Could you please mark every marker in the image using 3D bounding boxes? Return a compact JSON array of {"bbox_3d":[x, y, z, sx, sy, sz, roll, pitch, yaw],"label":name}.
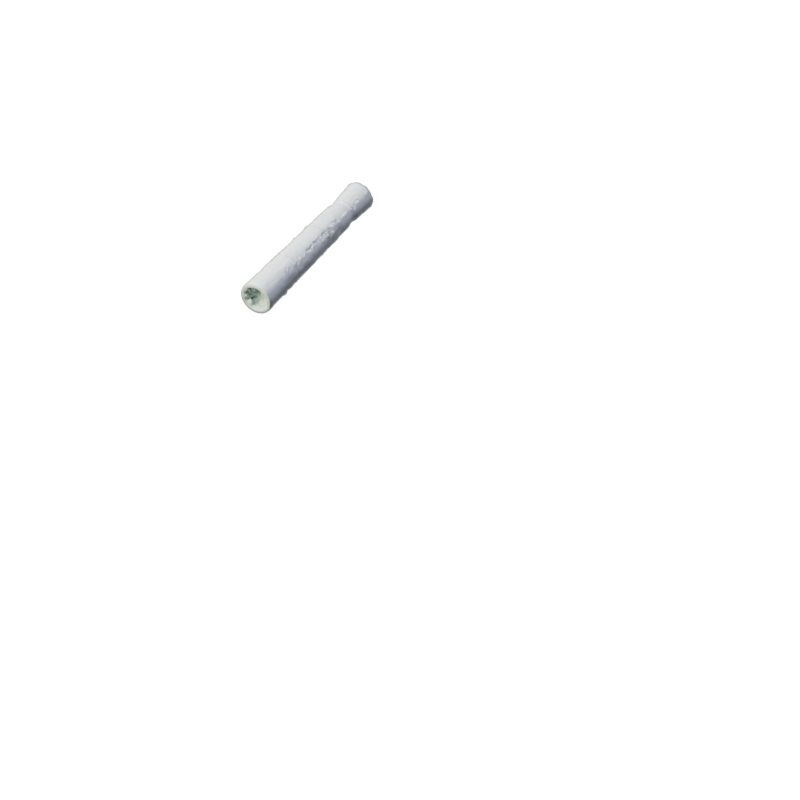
[{"bbox_3d":[-0.049,-0.089,0.621,0.020,0.018,0.124,2,36,32],"label":"marker"}]
